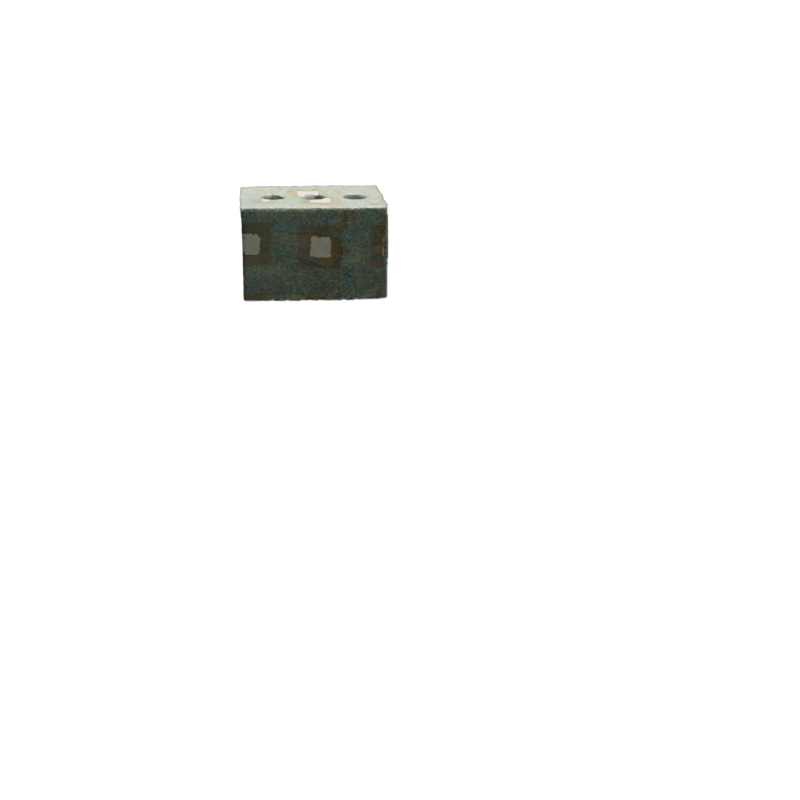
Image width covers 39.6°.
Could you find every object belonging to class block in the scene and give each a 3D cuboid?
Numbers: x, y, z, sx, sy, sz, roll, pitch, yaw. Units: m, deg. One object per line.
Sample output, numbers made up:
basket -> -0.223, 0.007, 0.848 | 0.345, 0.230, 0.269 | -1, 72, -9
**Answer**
block -> -0.046, -0.085, 0.592 | 0.077, 0.049, 0.055 | -1, 18, -5
